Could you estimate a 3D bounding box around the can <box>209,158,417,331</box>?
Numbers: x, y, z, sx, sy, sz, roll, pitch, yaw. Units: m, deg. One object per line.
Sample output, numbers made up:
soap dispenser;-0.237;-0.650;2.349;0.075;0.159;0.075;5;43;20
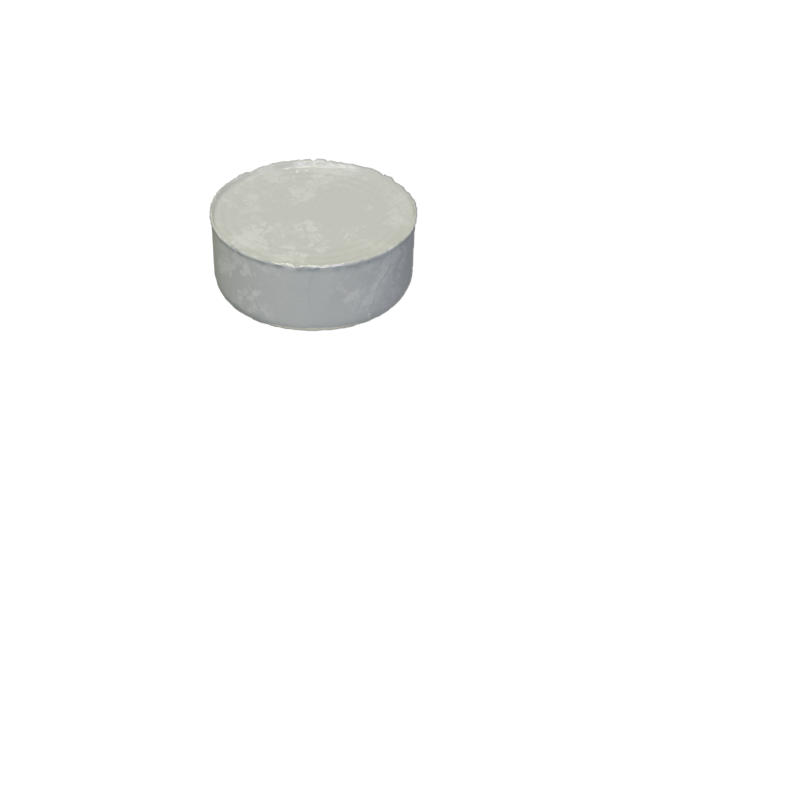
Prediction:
can;-0.036;-0.066;0.465;0.086;0.031;0.092;-1;38;-2
